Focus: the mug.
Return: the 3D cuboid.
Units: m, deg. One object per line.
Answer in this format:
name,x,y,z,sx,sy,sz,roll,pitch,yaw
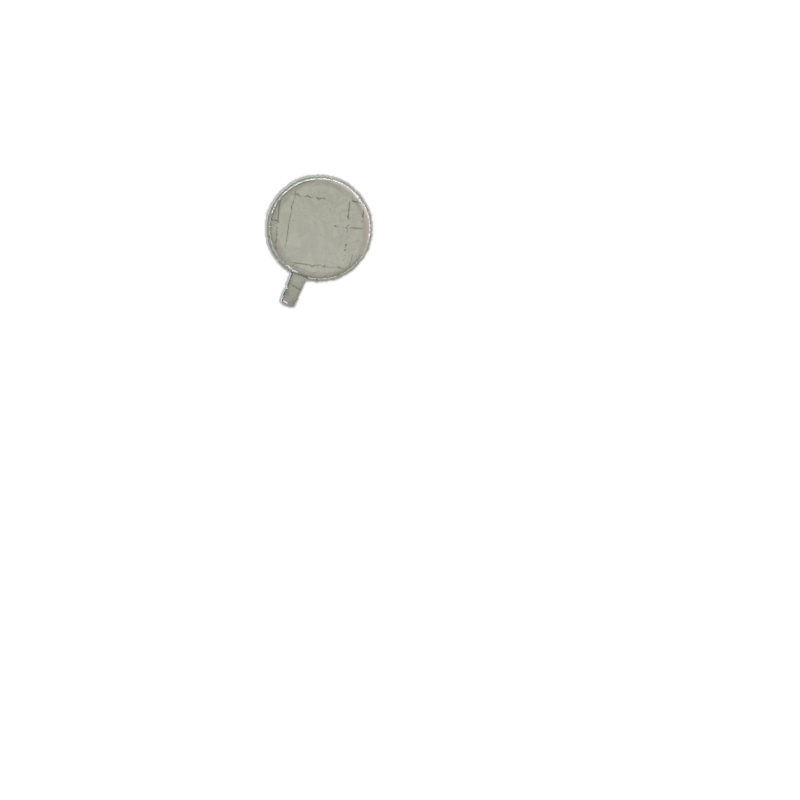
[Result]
mug,-0.073,-0.133,0.928,0.093,0.117,0.082,26,2,-4
